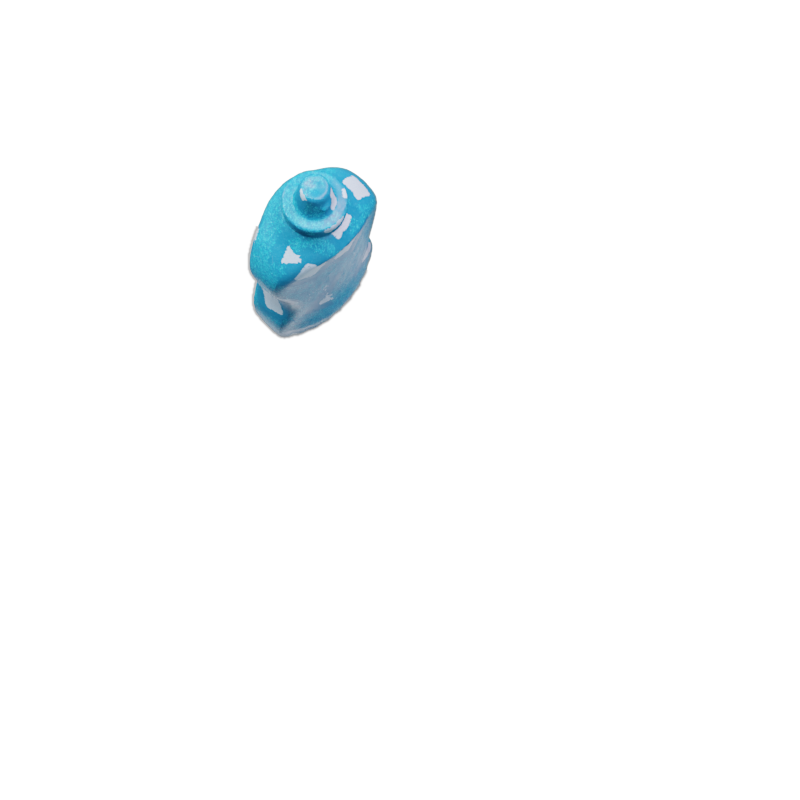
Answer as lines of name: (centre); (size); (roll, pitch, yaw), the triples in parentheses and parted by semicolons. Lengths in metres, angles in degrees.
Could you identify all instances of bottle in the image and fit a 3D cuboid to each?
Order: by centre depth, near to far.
bottle: (-0.058, -0.105, 0.741); (0.097, 0.060, 0.185); (-42, -7, -12)
